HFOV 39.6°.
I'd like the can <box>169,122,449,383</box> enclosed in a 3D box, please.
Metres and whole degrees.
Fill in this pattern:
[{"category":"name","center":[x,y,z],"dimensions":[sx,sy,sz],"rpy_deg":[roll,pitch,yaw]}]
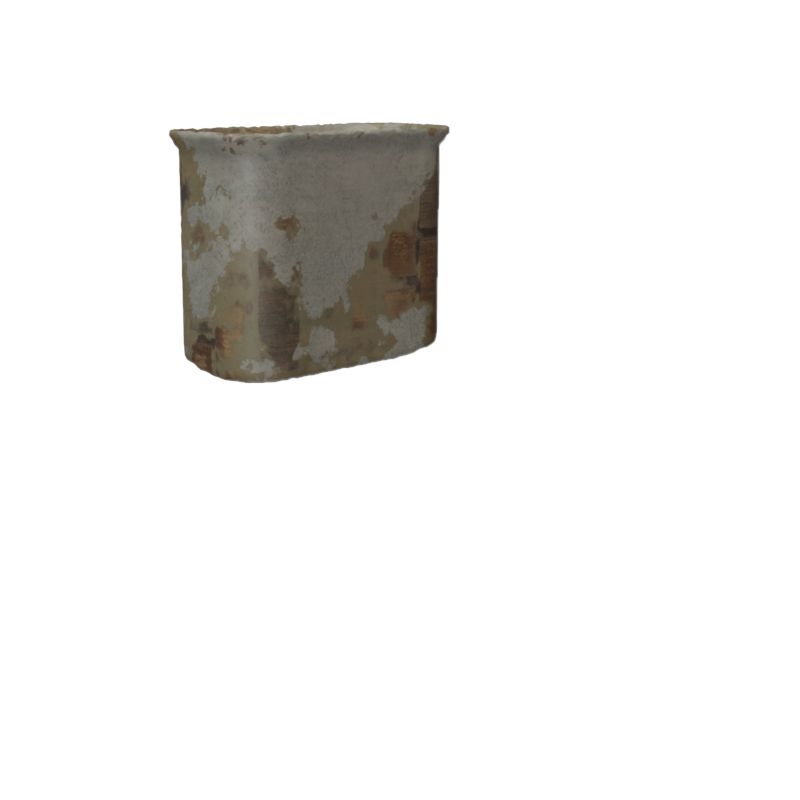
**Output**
[{"category":"can","center":[-0.032,-0.058,0.404],"dimensions":[0.099,0.082,0.061],"rpy_deg":[-10,15,-38]}]
